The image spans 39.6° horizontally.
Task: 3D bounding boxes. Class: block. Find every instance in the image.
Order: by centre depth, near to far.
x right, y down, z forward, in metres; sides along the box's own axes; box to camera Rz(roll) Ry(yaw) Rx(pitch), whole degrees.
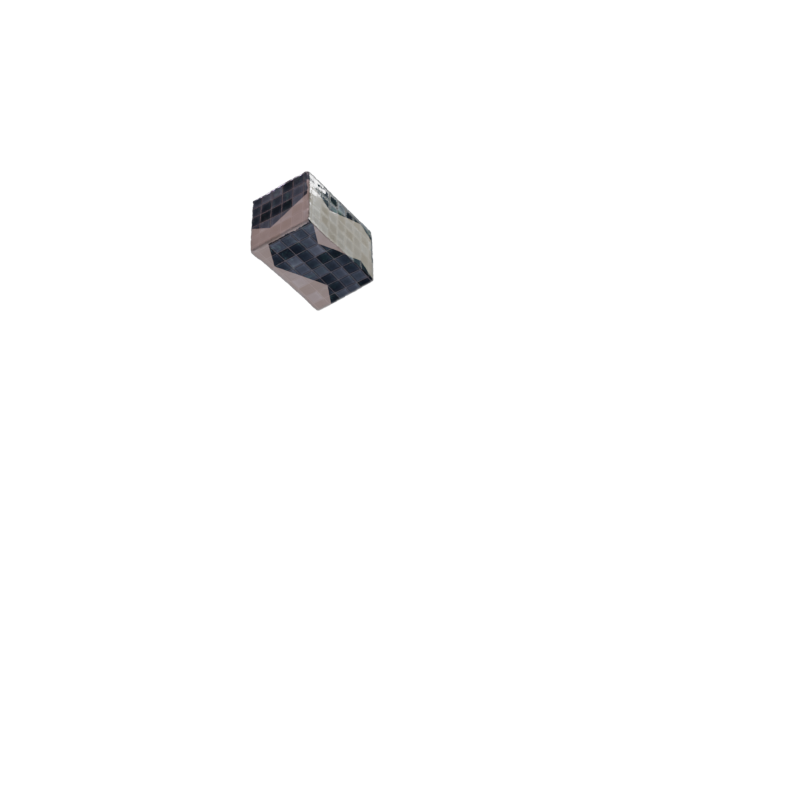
[{"bbox_3d":[-0.061,-0.112,0.783,0.053,0.055,0.072,-26,-47,25],"label":"block"}]
